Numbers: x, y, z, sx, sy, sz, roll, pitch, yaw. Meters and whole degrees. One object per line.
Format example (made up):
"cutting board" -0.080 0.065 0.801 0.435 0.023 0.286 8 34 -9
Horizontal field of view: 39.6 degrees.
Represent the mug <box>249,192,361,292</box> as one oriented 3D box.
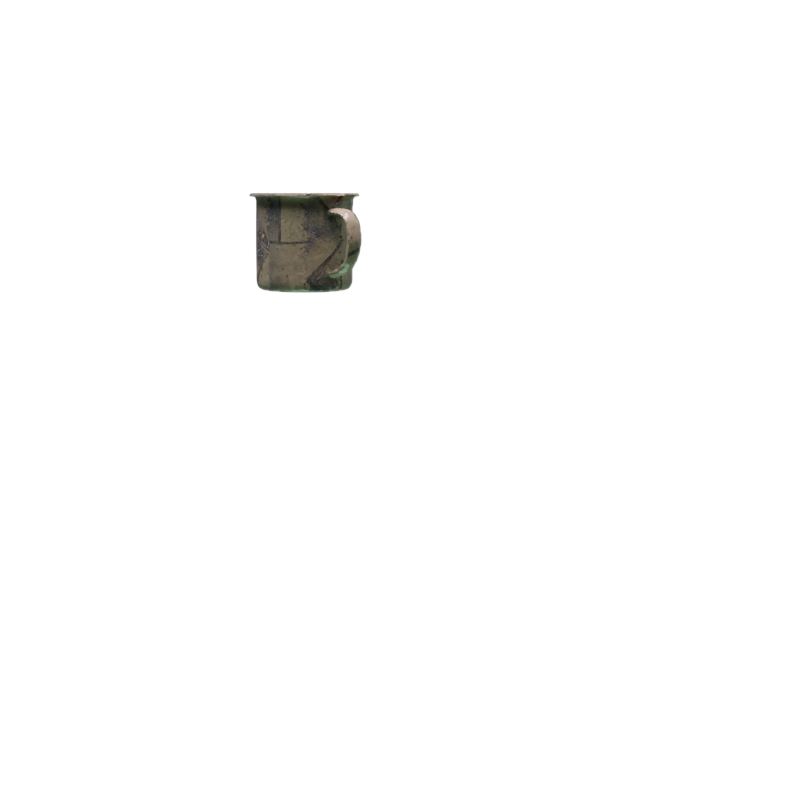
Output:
"mug" -0.073 -0.133 0.929 0.090 0.081 0.123 -6 9 -41
